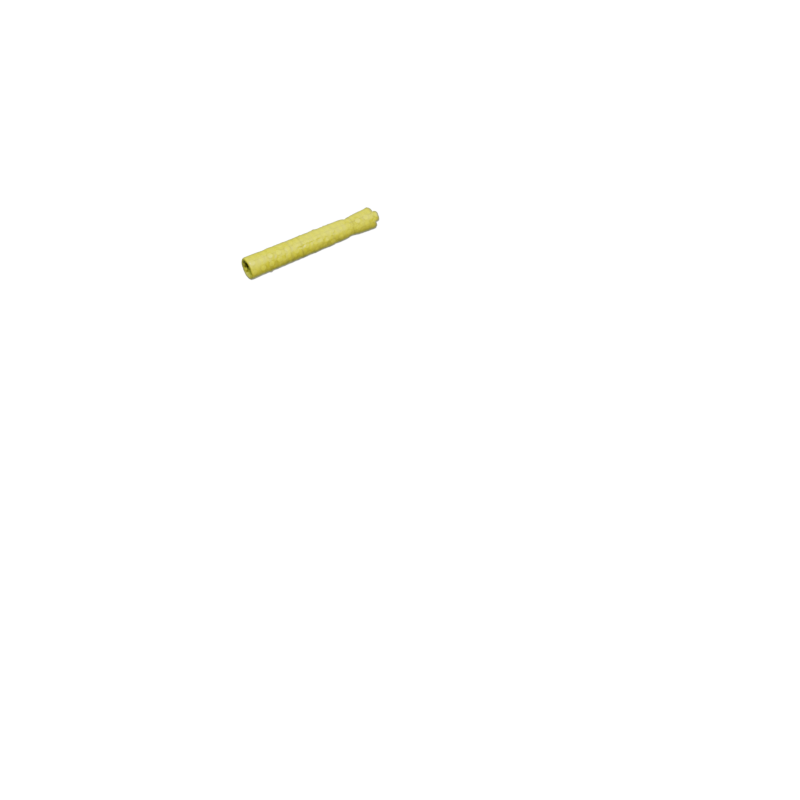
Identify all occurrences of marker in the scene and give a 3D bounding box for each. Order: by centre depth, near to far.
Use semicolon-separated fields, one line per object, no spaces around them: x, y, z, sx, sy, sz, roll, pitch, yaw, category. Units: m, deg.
-0.069;-0.126;0.884;0.120;0.019;0.020;-26;14;-22;marker
